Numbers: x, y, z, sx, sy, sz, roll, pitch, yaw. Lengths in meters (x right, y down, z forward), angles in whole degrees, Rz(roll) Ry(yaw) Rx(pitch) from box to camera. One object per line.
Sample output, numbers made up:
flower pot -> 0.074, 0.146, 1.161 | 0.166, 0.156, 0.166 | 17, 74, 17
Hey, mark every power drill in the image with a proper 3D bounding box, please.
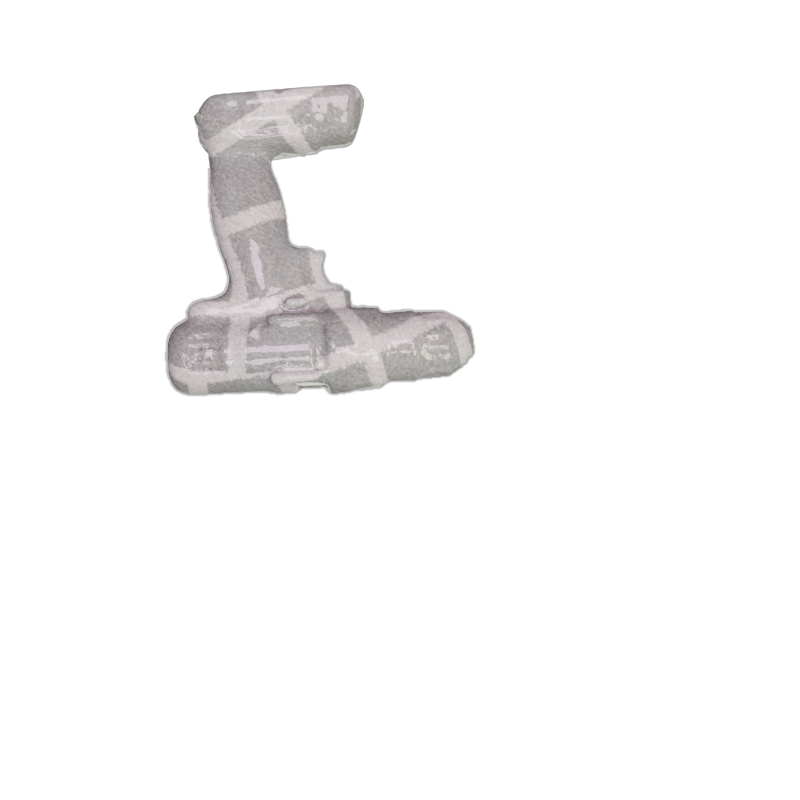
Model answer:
power drill -> -0.053, -0.097, 0.682 | 0.184, 0.194, 0.056 | -4, -13, -1
